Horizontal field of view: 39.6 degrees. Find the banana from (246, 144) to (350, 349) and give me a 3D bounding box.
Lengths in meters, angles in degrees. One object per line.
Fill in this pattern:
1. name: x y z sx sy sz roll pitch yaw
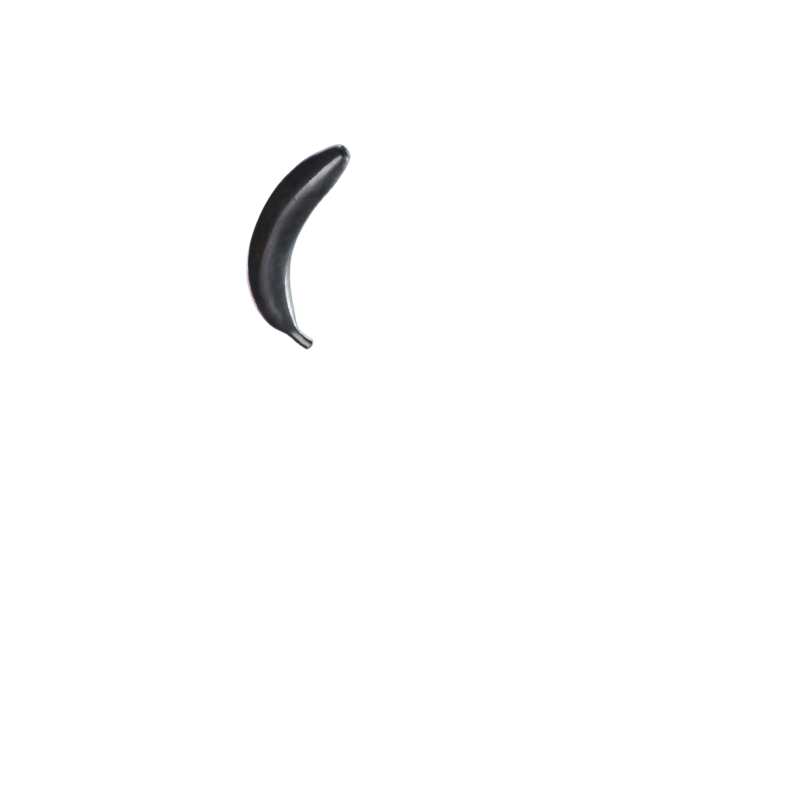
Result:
1. banana: -0.092 -0.133 0.937 0.069 0.187 0.039 9 34 -7
